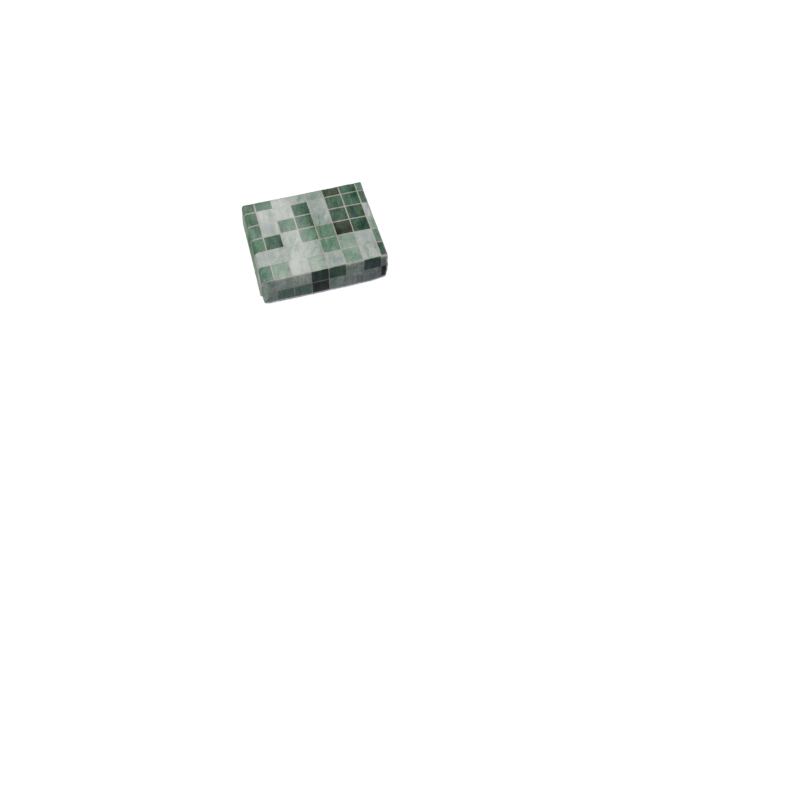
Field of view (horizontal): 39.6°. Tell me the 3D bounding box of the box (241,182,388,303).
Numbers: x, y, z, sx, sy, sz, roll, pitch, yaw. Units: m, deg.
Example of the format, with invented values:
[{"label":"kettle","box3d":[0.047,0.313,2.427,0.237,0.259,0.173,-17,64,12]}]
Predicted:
[{"label":"box","box3d":[-0.076,-0.139,0.975,0.112,0.097,0.036,-12,-35,-9]}]
